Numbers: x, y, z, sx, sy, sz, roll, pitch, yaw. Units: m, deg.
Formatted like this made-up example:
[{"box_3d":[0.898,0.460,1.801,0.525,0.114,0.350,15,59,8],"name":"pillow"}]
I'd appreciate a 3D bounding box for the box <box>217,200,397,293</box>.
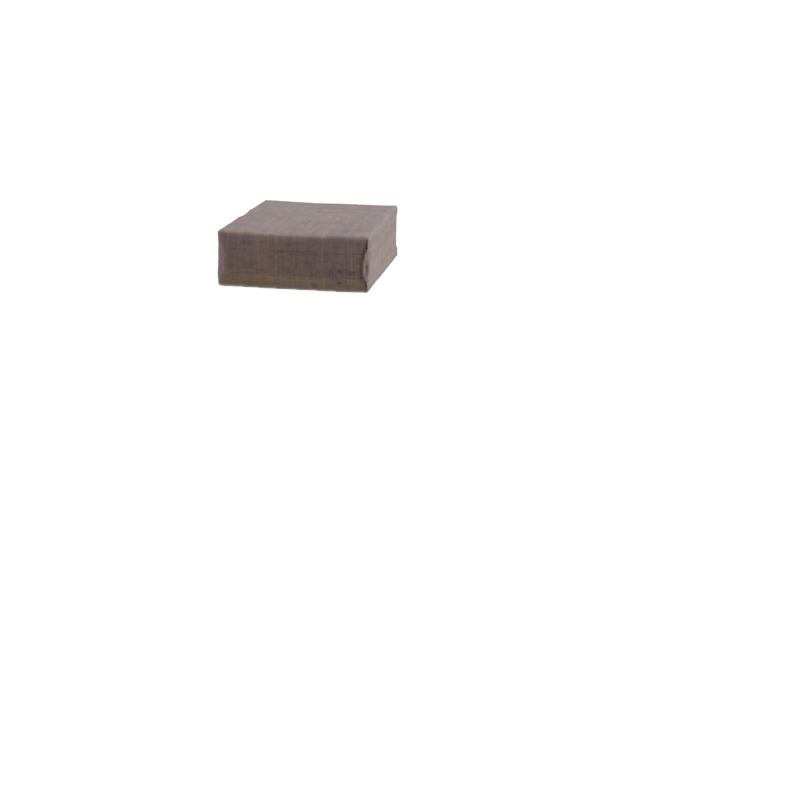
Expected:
[{"box_3d":[-0.043,-0.079,0.553,0.074,0.029,0.091,4,19,10],"name":"box"}]
